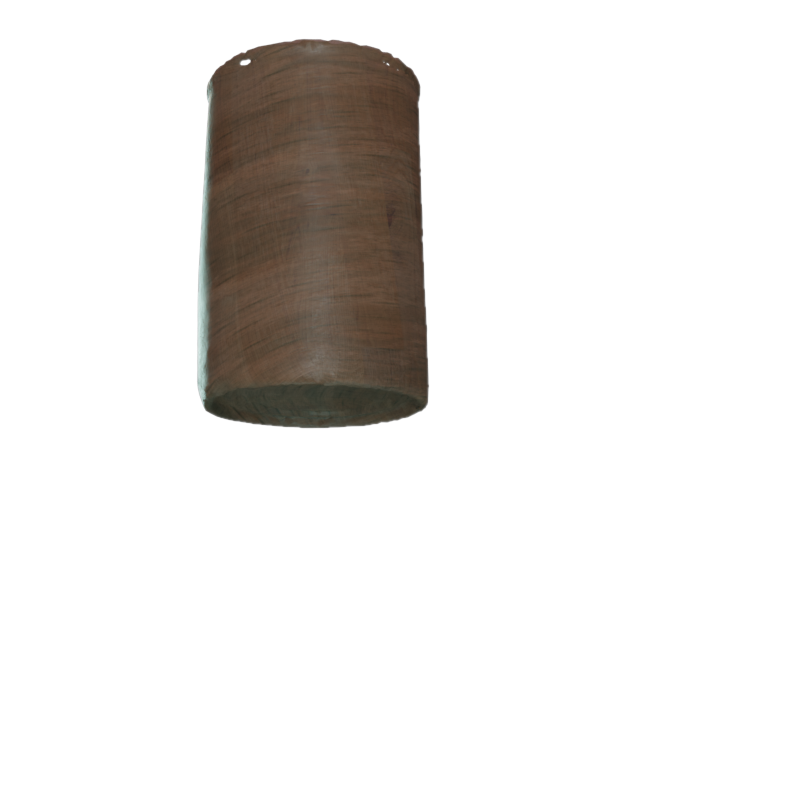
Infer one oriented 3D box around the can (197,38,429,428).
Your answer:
[{"bbox_3d":[-0.026,-0.048,0.336,0.068,0.107,0.066,0,-17,-2],"label":"can"}]
